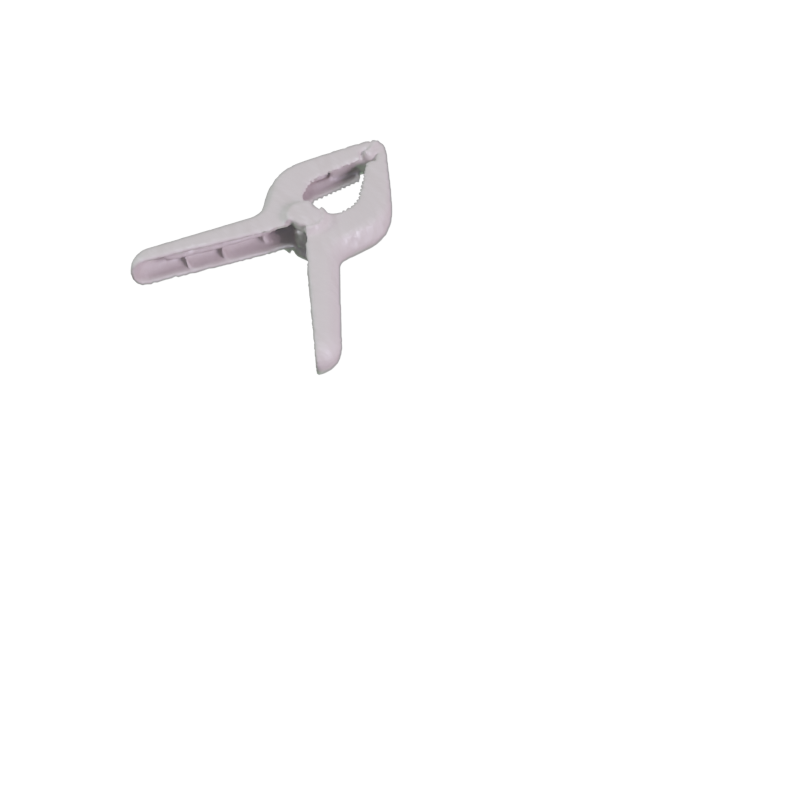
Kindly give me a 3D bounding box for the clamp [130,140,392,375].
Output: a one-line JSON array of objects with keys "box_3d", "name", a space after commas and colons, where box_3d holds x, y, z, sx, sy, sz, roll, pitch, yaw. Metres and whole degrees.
[{"box_3d": [-0.061, -0.112, 0.782, 0.174, 0.034, 0.213, 31, 55, 24], "name": "clamp"}]
